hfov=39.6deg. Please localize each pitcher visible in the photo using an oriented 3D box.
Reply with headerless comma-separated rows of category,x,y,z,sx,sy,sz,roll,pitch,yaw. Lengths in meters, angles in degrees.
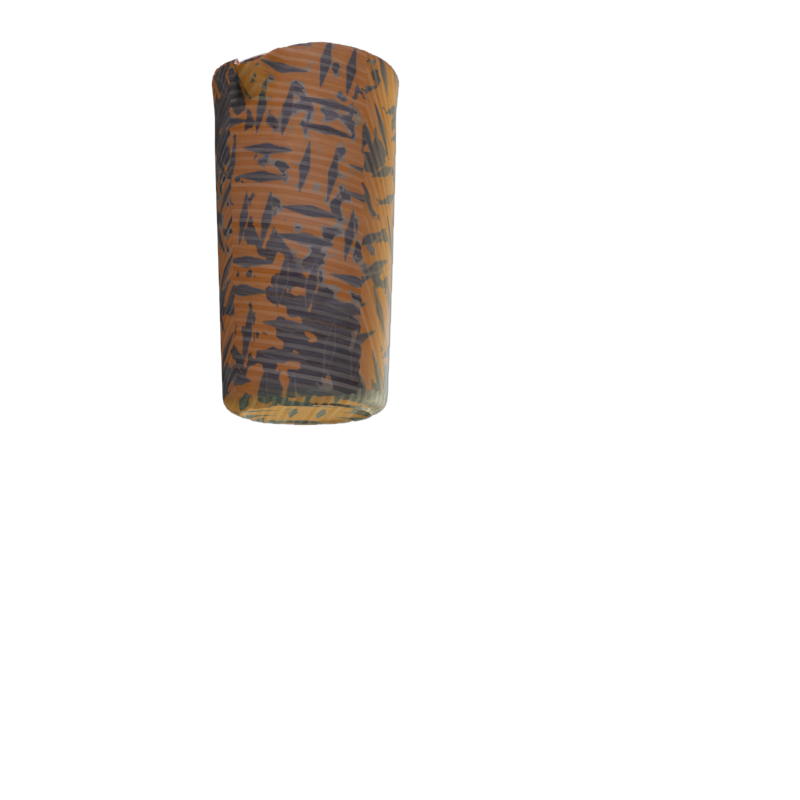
pitcher,-0.060,-0.109,0.764,0.145,0.253,0.144,5,-16,-21
